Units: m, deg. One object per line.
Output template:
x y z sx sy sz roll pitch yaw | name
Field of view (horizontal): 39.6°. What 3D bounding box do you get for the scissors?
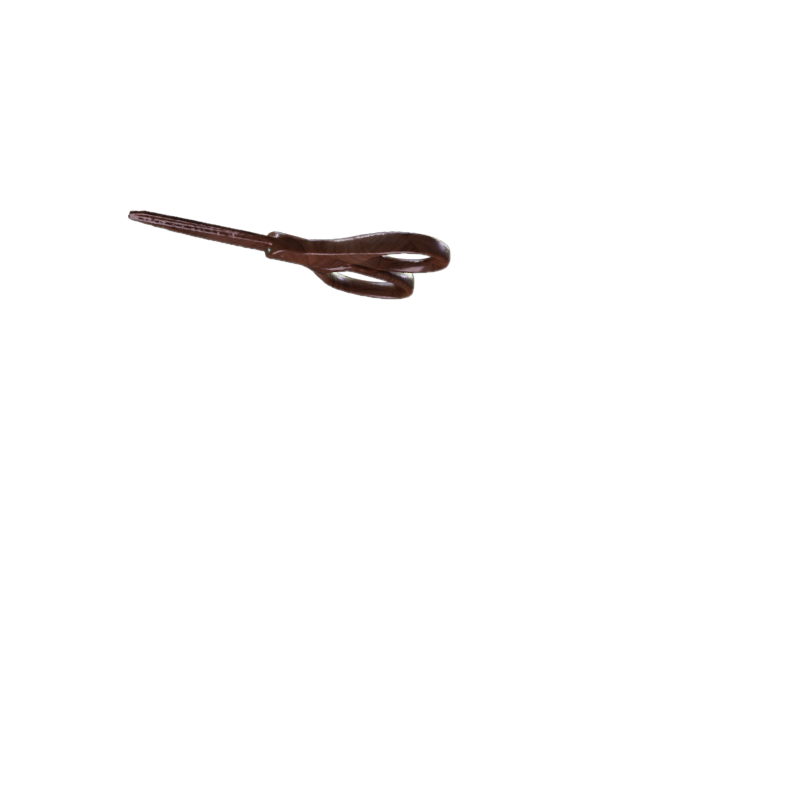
-0.051 -0.094 0.656 0.098 0.016 0.190 -14 -21 42 | scissors
